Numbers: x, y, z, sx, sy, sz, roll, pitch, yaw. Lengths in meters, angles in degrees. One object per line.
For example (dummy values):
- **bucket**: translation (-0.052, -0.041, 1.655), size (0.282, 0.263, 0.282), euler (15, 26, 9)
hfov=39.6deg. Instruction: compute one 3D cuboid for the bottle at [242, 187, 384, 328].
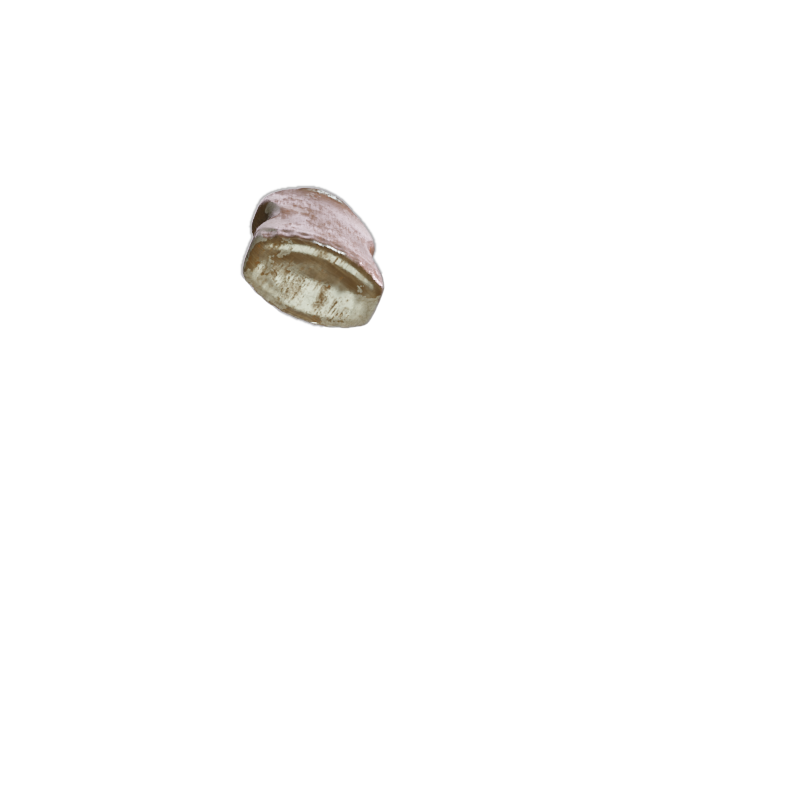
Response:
- **bottle**: translation (-0.065, -0.118, 0.831), size (0.094, 0.057, 0.201), euler (18, 22, -11)
